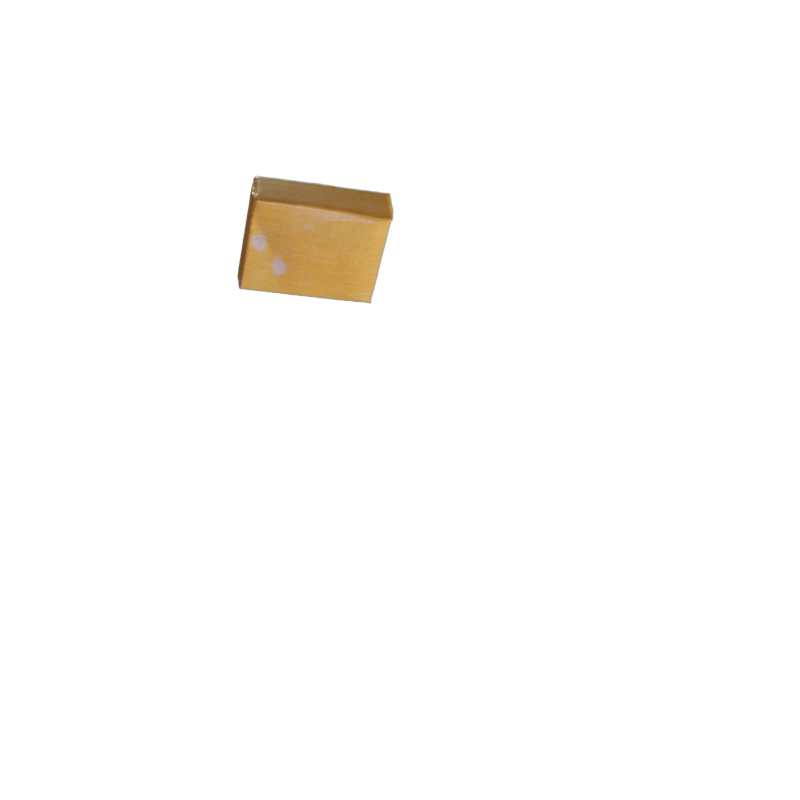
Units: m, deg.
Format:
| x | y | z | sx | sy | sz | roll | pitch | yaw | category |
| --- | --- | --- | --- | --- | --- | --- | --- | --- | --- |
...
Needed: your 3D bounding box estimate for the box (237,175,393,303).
| x | y | z | sx | sy | sz | roll | pitch | yaw | category |
| --- | --- | --- | --- | --- | --- | --- | --- | --- | --- |
| -0.069 | -0.127 | 0.886 | 0.112 | 0.085 | 0.042 | 8 | 39 | -7 | box |
